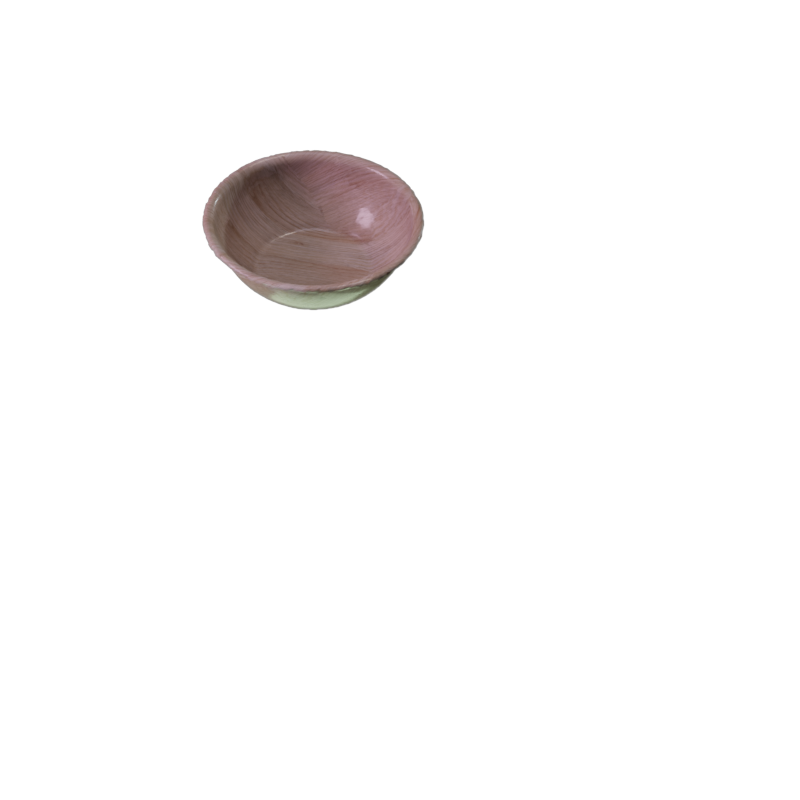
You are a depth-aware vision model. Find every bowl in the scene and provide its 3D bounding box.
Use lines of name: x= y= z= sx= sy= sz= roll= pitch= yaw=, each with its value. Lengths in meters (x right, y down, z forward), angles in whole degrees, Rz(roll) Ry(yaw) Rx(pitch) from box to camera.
bowl: x=-0.065 y=-0.118 z=0.826 sx=0.162 sy=0.174 sz=0.051 roll=-1 pitch=-44 yaw=-1
